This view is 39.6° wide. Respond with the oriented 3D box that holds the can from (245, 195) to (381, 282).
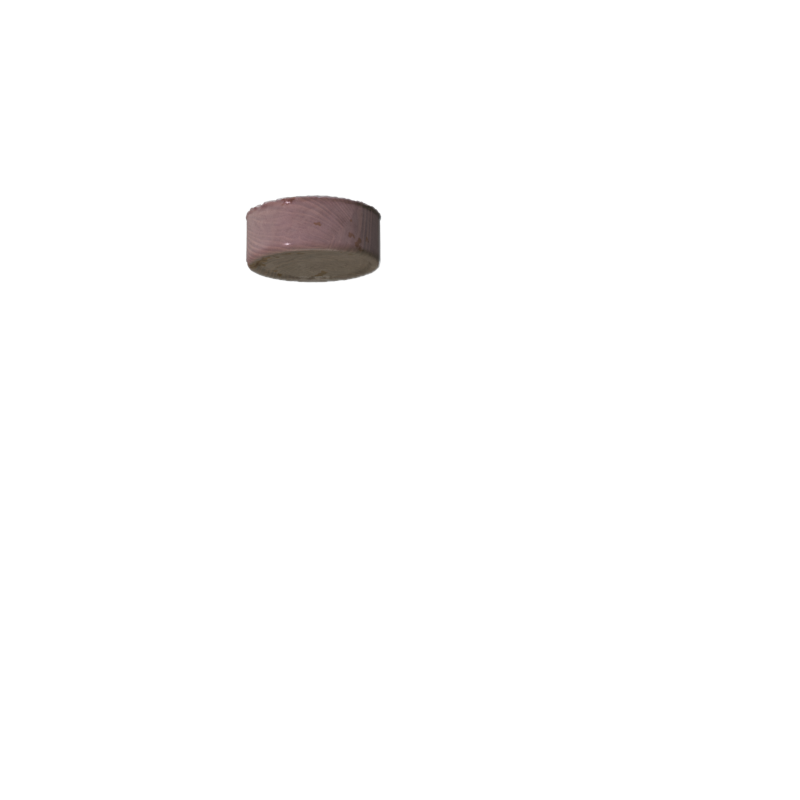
[{"bbox_3d":[-0.055,-0.100,0.699,0.086,0.035,0.083,0,-9,-2],"label":"can"}]
